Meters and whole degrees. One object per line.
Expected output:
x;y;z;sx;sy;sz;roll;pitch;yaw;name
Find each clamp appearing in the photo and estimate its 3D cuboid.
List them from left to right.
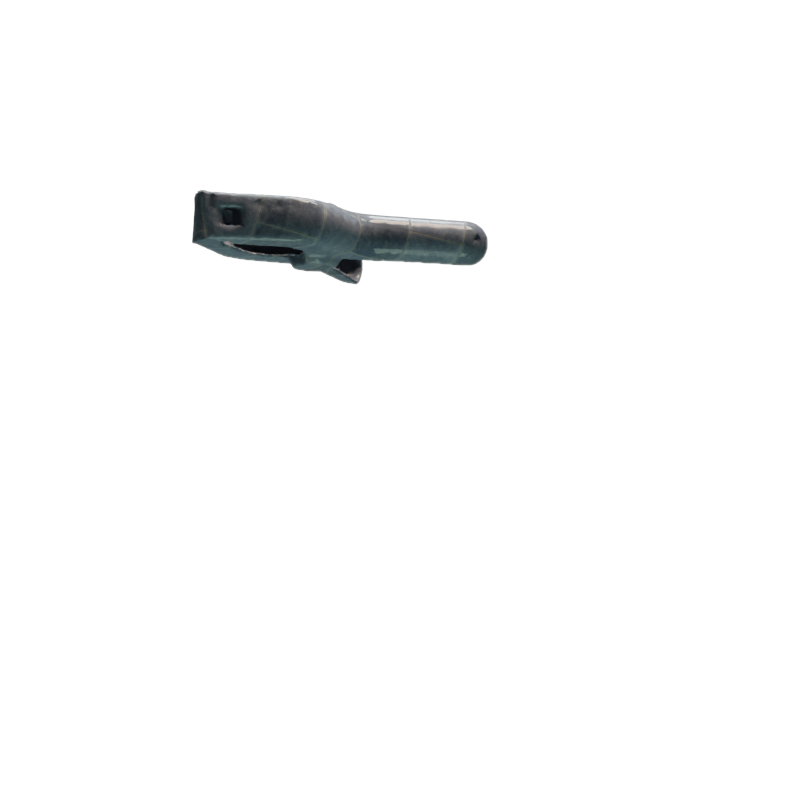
-0.050;-0.091;0.637;0.164;0.041;0.121;6;-12;-32;clamp
